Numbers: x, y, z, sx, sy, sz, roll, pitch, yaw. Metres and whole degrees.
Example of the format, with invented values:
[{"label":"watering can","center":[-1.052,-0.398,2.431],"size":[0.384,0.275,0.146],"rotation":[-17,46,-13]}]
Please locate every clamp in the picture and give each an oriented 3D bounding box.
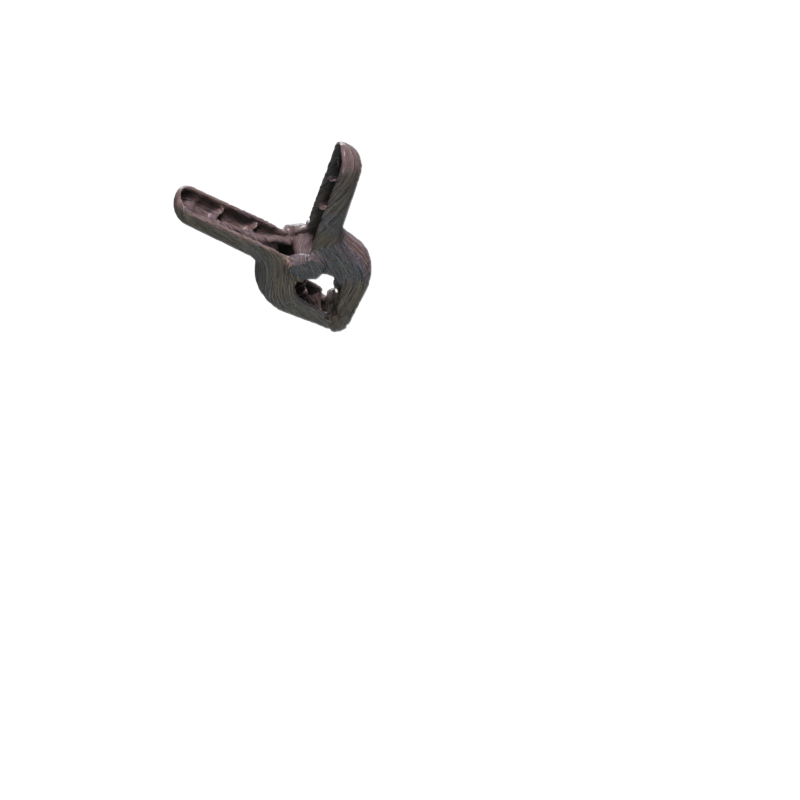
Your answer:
[{"label":"clamp","center":[-0.057,-0.104,0.730],"size":[0.122,0.042,0.158],"rotation":[-13,-31,21]}]
